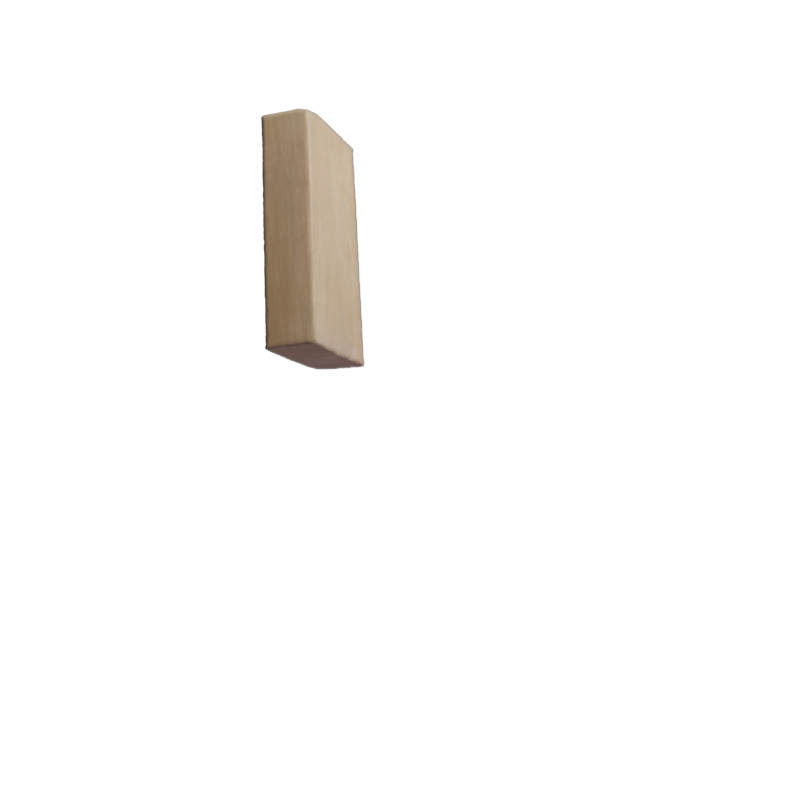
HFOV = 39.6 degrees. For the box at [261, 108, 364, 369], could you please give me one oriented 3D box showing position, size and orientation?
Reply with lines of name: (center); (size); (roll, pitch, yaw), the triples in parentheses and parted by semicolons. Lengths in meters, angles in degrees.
box: (-0.063, -0.116, 0.813); (0.049, 0.183, 0.088); (-7, -16, 20)
